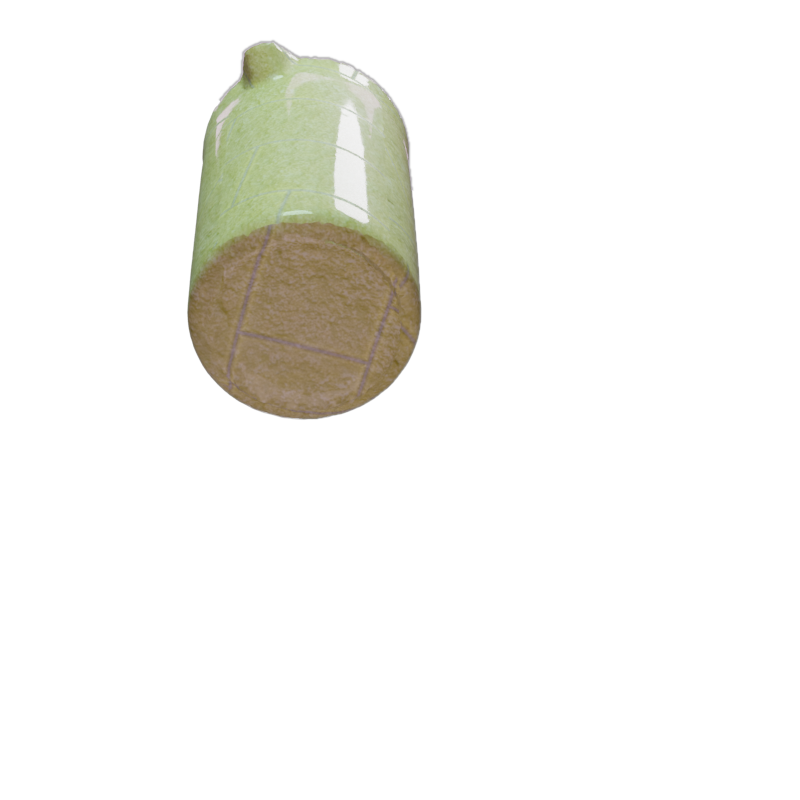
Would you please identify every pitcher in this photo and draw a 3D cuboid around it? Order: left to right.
[{"bbox_3d":[-0.048,-0.088,0.614,0.145,0.140,0.258,23,25,-15],"label":"pitcher"}]
